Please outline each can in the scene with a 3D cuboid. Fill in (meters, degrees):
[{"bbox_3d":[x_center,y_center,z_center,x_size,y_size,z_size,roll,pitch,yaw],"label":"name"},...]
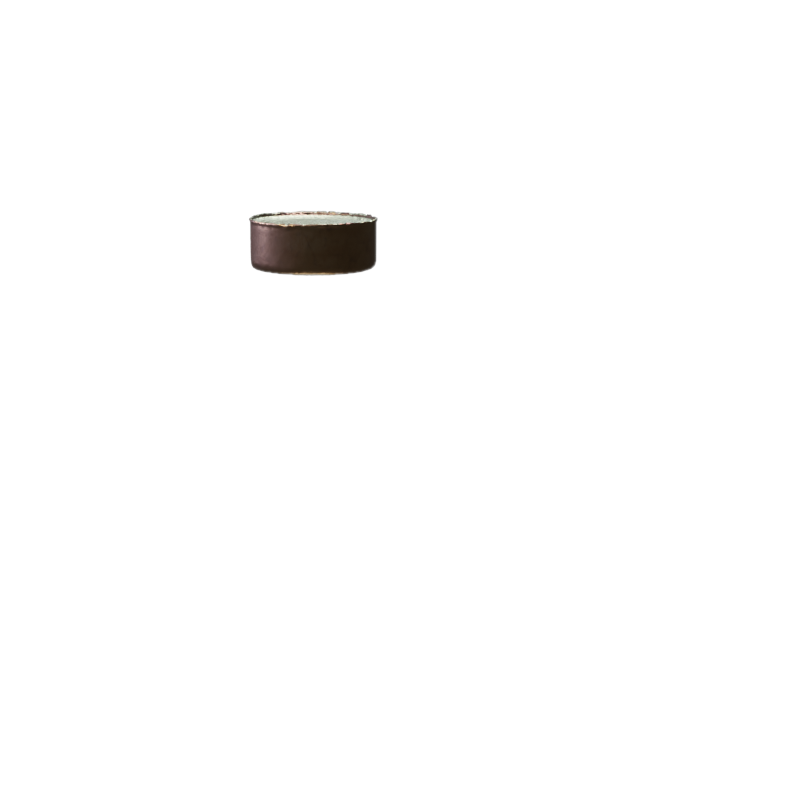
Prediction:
[{"bbox_3d":[-0.058,-0.106,0.741,0.086,0.033,0.088,0,14,-2],"label":"can"}]
